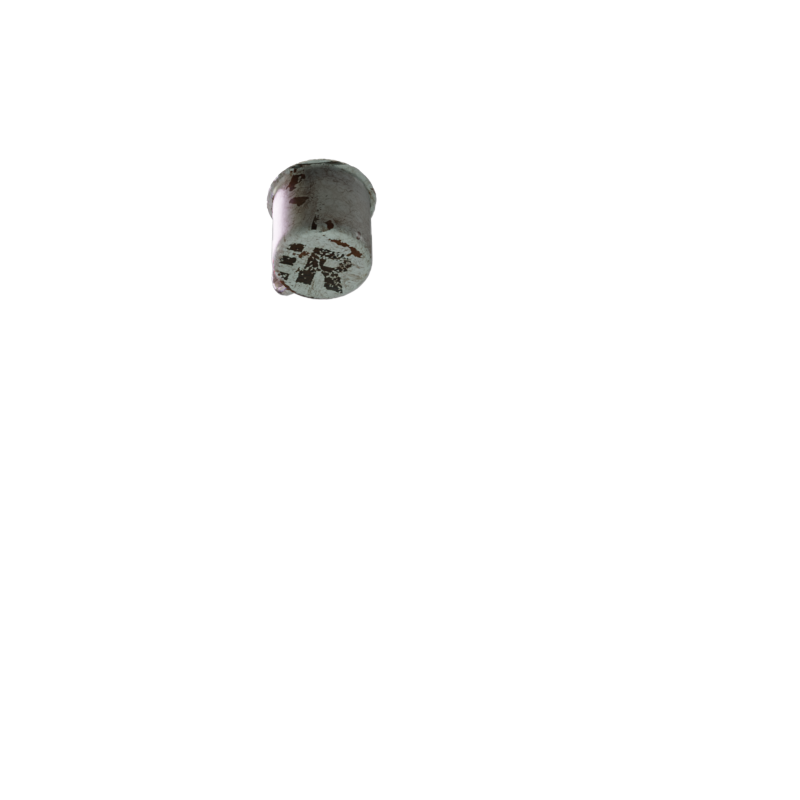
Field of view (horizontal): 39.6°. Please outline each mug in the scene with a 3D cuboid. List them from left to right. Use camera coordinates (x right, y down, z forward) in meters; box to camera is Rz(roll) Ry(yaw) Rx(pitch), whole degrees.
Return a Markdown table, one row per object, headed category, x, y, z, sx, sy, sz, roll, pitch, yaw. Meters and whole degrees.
| category | x | y | z | sx | sy | sz | roll | pitch | yaw |
| --- | --- | --- | --- | --- | --- | --- | --- | --- | --- |
| mug | -0.072 | -0.131 | 0.918 | 0.088 | 0.087 | 0.115 | 27 | -51 | -28 |
